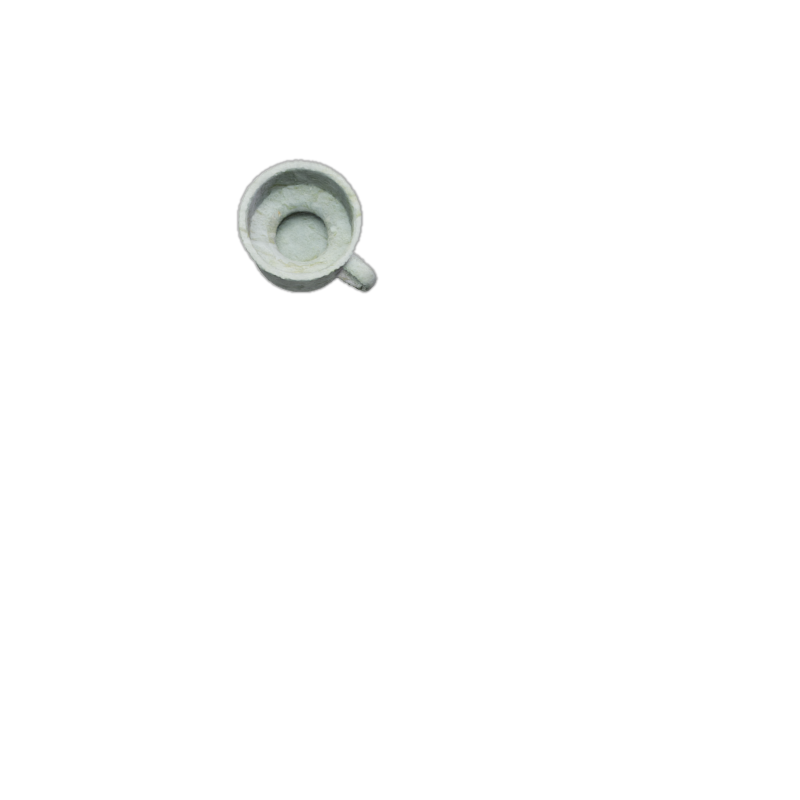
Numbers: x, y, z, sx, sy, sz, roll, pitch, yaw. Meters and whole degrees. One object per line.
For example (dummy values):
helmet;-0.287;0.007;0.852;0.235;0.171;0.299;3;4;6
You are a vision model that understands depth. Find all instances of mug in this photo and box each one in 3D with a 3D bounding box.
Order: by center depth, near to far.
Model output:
mug;-0.067;-0.123;0.862;0.119;0.094;0.079;34;-10;5
